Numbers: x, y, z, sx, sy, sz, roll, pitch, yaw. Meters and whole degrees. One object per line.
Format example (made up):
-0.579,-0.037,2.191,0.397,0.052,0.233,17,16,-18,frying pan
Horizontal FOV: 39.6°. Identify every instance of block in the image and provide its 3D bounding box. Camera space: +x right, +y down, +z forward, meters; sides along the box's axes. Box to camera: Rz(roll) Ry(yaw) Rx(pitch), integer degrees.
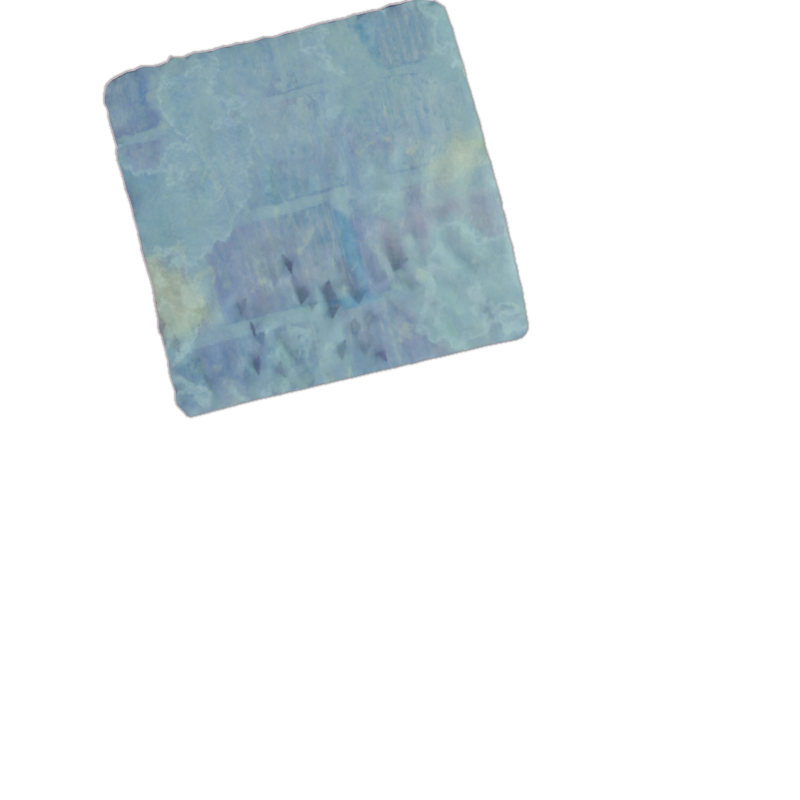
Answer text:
-0.029,-0.054,0.374,0.090,0.090,0.206,-14,3,-3,block
